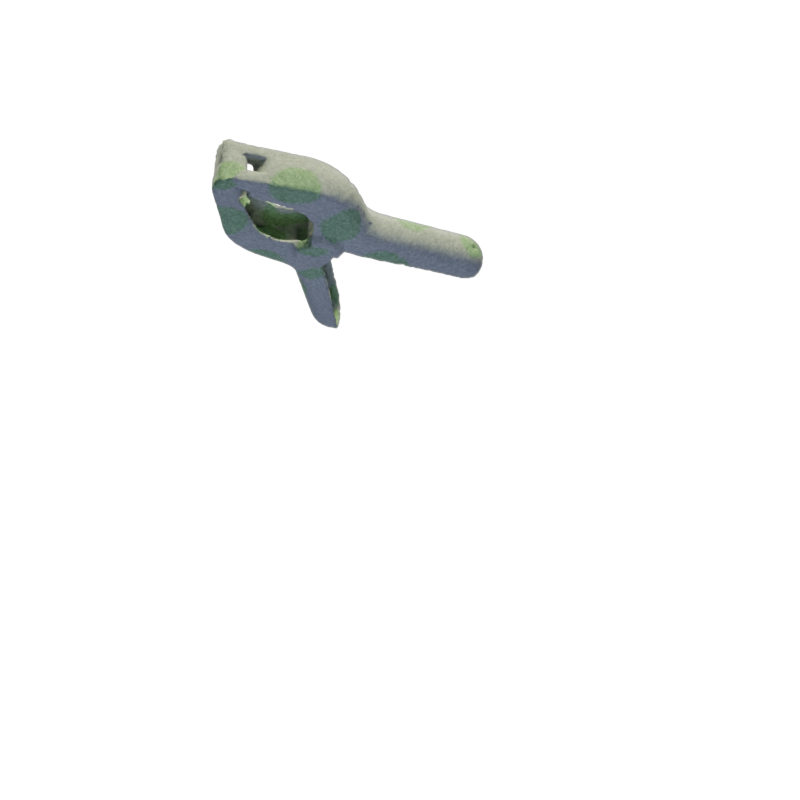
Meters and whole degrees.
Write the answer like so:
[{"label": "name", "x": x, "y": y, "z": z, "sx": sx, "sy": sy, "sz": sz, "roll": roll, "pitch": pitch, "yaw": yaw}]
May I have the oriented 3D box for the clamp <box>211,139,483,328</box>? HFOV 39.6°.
[{"label": "clamp", "x": -0.050, "y": -0.091, "z": 0.637, "sx": 0.161, "sy": 0.042, "sz": 0.119, "roll": 27, "pitch": -43, "yaw": -34}]
